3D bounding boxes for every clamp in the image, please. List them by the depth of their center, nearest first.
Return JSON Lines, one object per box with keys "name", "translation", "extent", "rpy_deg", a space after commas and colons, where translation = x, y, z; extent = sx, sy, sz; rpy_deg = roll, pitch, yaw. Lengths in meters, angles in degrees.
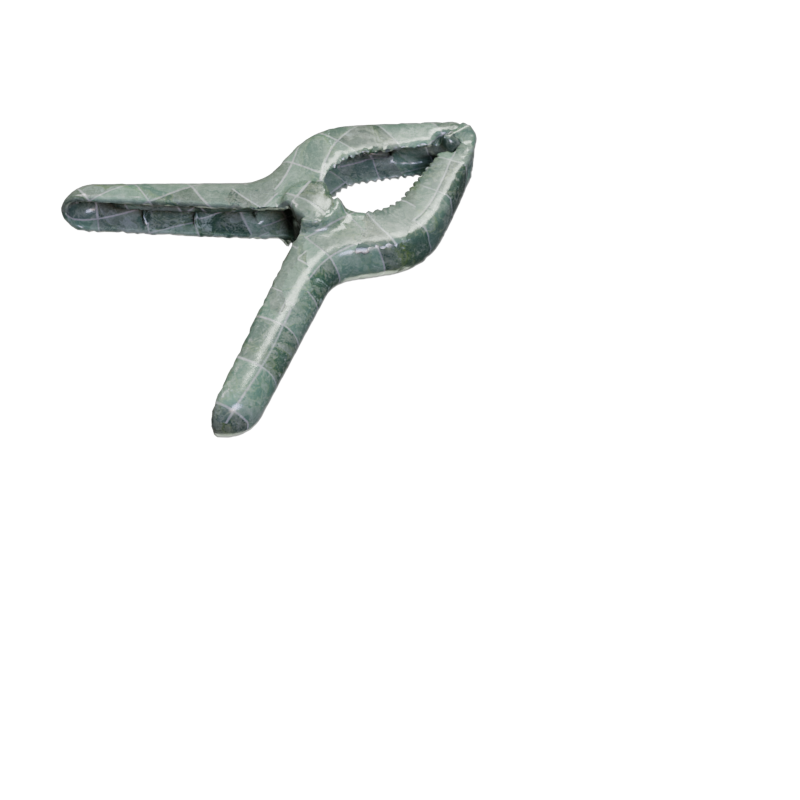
{"name": "clamp", "translation": [-0.043, -0.078, 0.547], "extent": [0.209, 0.177, 0.034], "rpy_deg": [-23, -34, -17]}
